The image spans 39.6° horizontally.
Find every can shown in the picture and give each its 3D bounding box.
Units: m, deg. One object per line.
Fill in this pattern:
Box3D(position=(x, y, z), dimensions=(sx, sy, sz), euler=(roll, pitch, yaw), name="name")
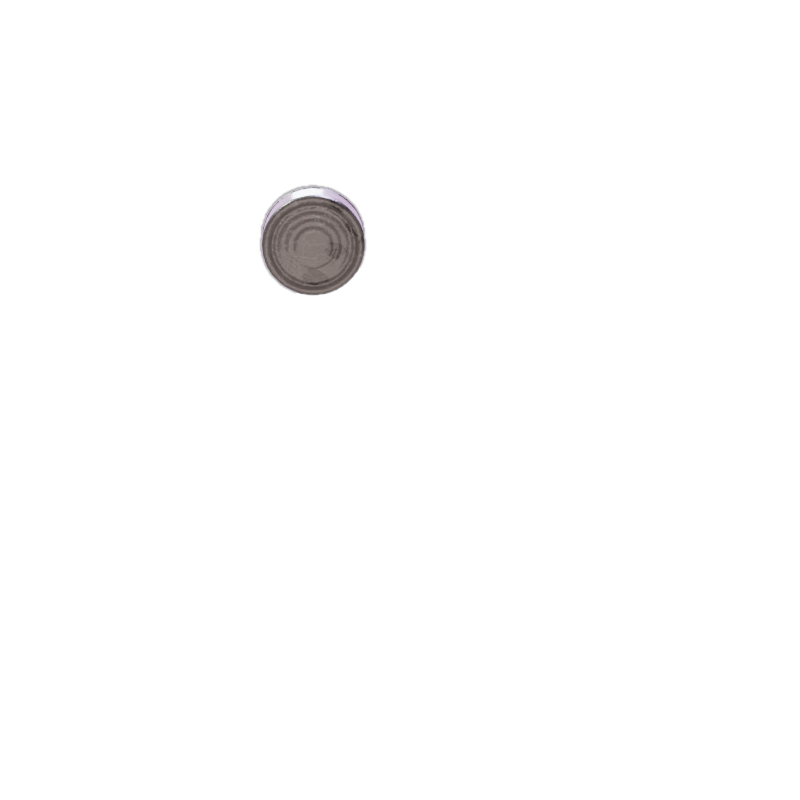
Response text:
Box3D(position=(-0.071, -0.130, 0.910), dimensions=(0.086, 0.083, 0.035), euler=(0, 17, -1), name="can")
